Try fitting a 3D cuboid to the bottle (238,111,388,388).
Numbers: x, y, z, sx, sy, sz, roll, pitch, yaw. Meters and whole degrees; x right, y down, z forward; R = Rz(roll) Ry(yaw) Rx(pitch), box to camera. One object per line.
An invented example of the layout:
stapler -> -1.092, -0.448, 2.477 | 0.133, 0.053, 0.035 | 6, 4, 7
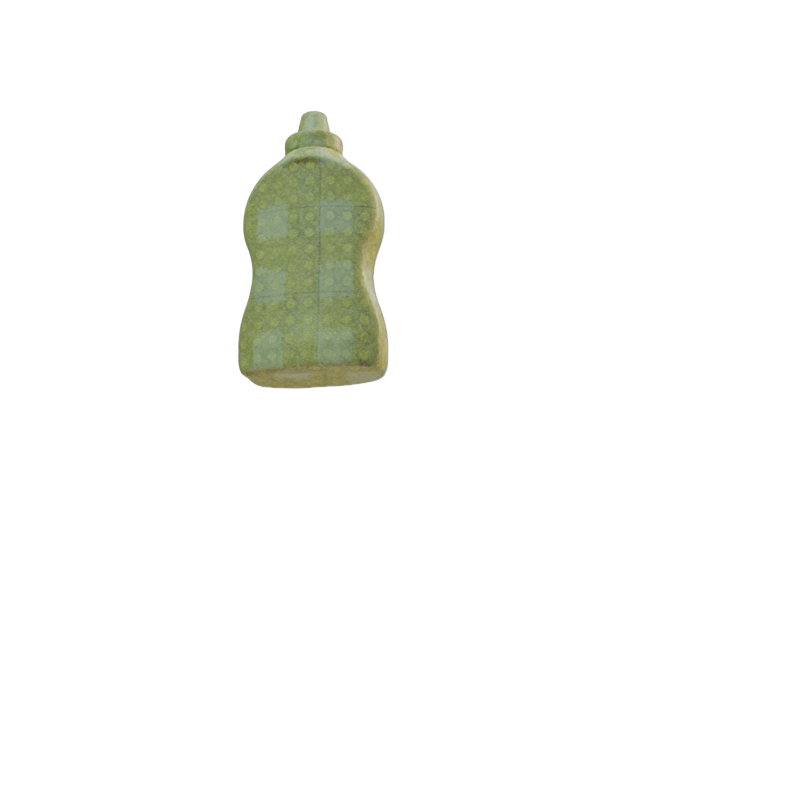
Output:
bottle -> -0.059, -0.107, 0.752 | 0.097, 0.201, 0.055 | -6, -20, 13
